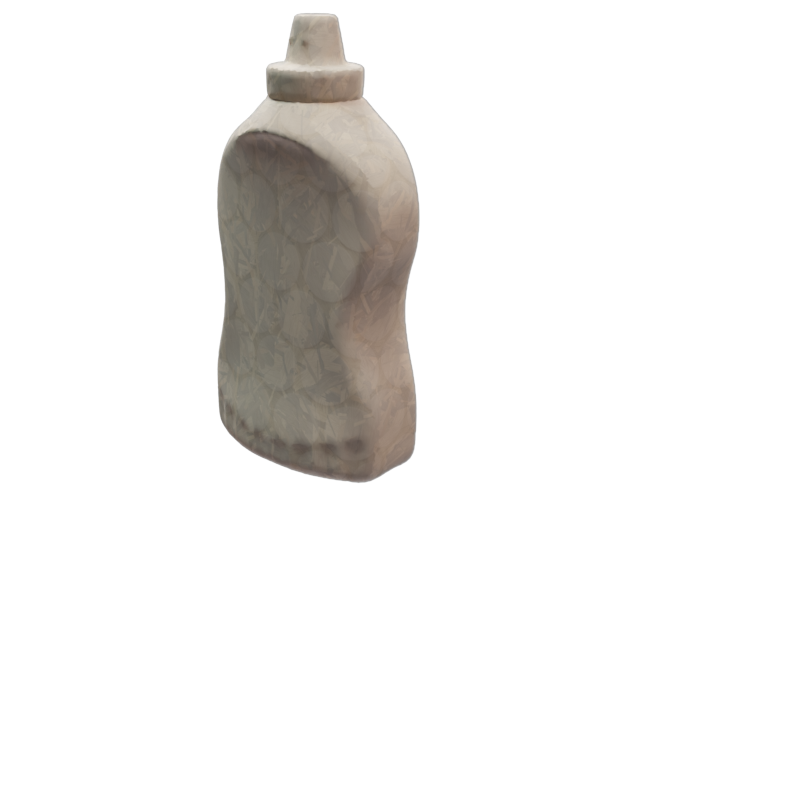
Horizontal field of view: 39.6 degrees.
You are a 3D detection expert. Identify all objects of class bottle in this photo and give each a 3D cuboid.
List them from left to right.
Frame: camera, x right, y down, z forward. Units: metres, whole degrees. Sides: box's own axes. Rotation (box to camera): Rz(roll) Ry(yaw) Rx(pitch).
[{"bbox_3d":[-0.037,-0.068,0.476,0.101,0.185,0.057,16,22,40],"label":"bottle"}]
